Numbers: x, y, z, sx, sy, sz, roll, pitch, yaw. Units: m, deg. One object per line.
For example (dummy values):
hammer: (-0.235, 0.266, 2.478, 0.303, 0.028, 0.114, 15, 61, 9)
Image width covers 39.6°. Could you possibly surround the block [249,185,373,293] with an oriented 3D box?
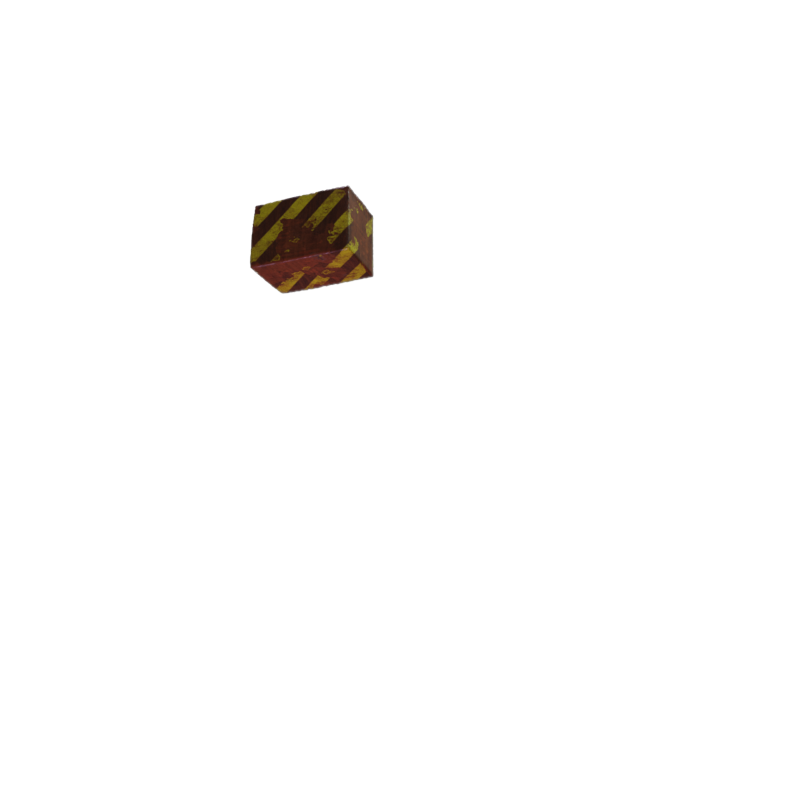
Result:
block: (-0.064, -0.116, 0.813, 0.079, 0.054, 0.049, -9, -25, 20)
